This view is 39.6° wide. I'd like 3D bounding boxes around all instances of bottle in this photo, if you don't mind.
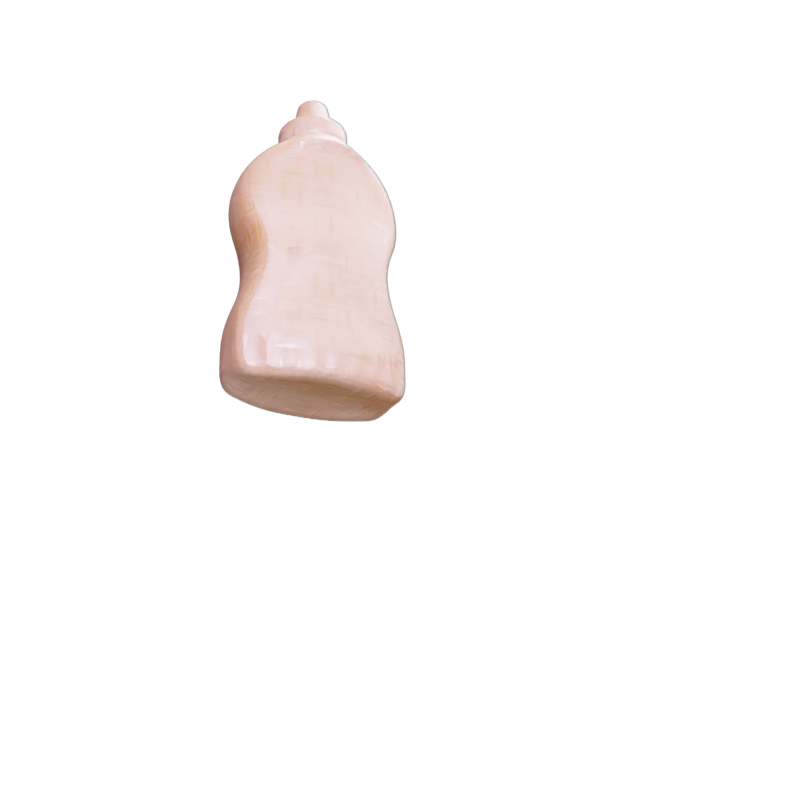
[{"bbox_3d":[-0.049,-0.088,0.617,0.093,0.204,0.057,10,-32,-20],"label":"bottle"}]
